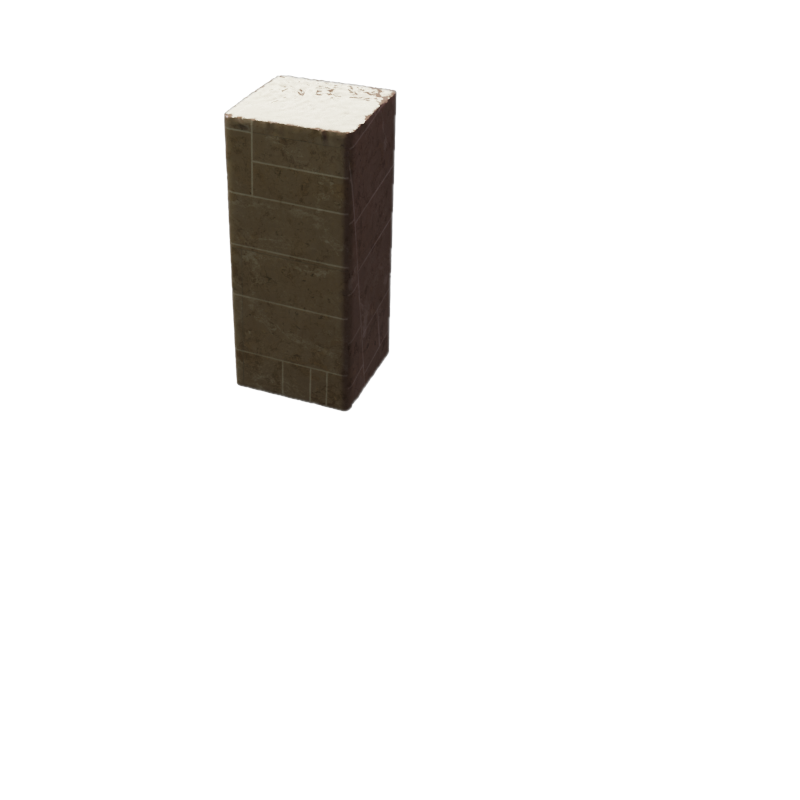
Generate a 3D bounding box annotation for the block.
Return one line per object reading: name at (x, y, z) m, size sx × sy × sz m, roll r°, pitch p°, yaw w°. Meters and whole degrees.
block at (-0.061, -0.110, 0.769) m, size 0.094 × 0.194 × 0.093 m, roll 12°, pitch 31°, yaw 17°
